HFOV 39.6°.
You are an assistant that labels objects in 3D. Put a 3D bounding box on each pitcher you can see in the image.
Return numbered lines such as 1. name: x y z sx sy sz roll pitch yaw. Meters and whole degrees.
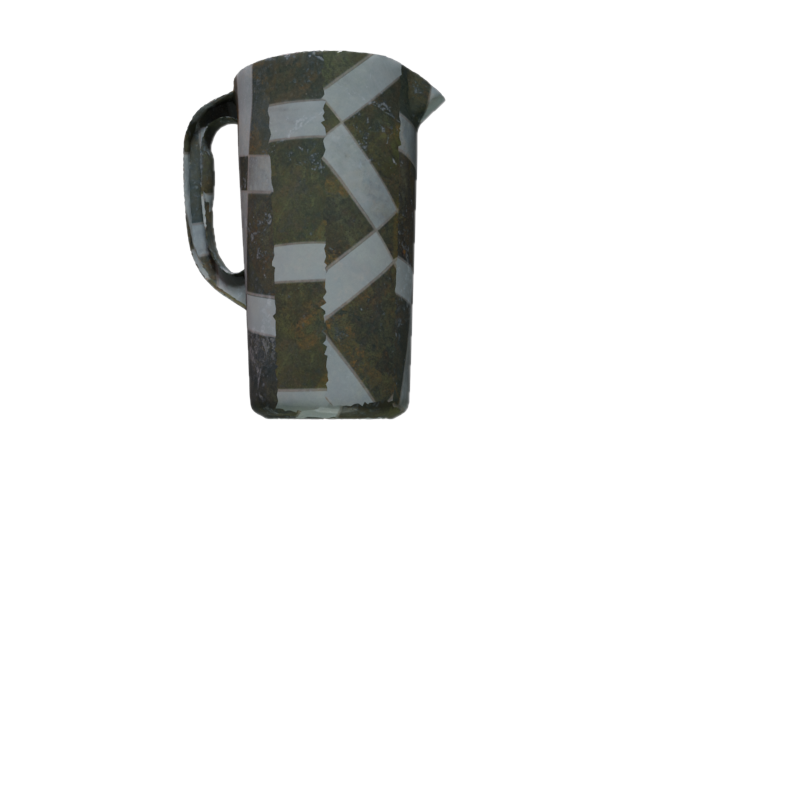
1. pitcher: -0.060 -0.110 0.769 0.139 0.248 0.152 4 -9 -33
